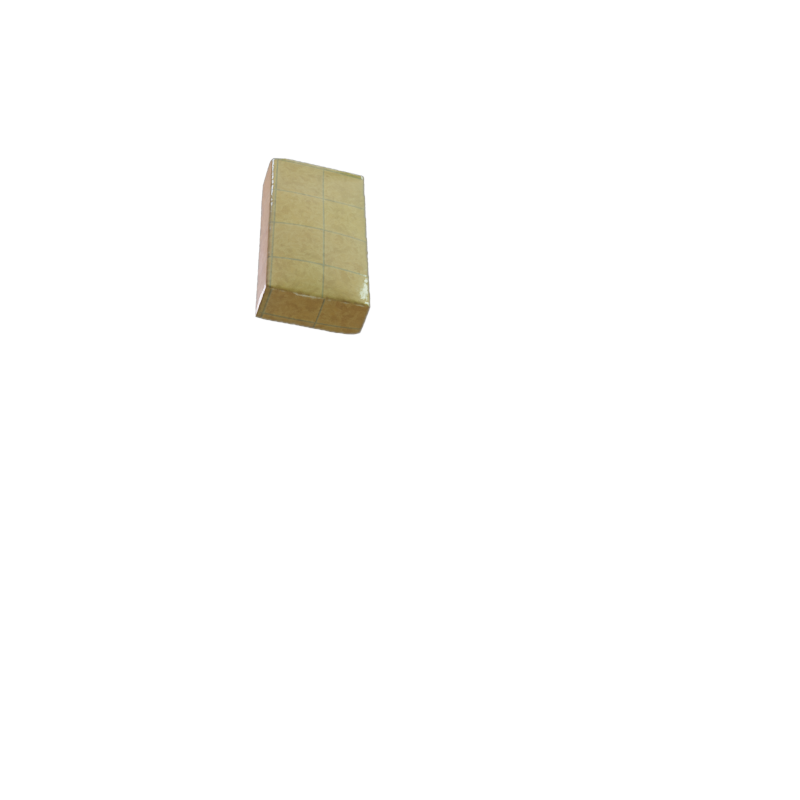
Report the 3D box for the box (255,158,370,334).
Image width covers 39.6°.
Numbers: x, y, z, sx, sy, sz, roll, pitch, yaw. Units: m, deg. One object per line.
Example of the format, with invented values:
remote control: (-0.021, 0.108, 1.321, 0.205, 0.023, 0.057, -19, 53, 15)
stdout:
box: (-0.077, -0.141, 0.986, 0.091, 0.189, 0.046, 9, -43, -14)
